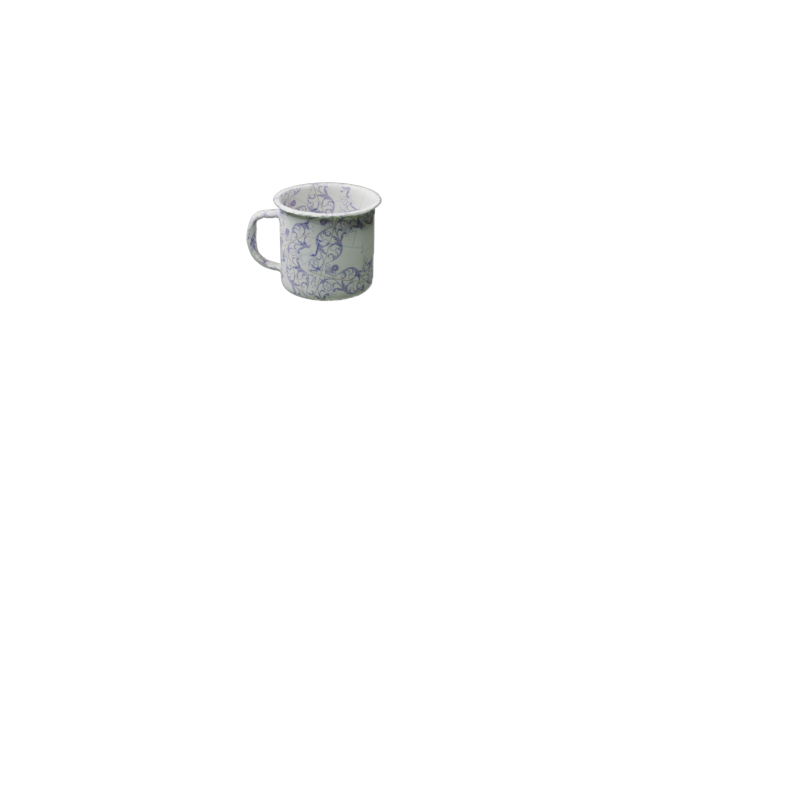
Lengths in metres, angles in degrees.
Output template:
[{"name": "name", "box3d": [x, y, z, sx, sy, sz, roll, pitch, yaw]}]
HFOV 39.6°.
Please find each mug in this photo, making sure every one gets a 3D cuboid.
[{"name": "mug", "box3d": [-0.075, -0.138, 0.964, 0.117, 0.078, 0.098, 1, 25, 1]}]
